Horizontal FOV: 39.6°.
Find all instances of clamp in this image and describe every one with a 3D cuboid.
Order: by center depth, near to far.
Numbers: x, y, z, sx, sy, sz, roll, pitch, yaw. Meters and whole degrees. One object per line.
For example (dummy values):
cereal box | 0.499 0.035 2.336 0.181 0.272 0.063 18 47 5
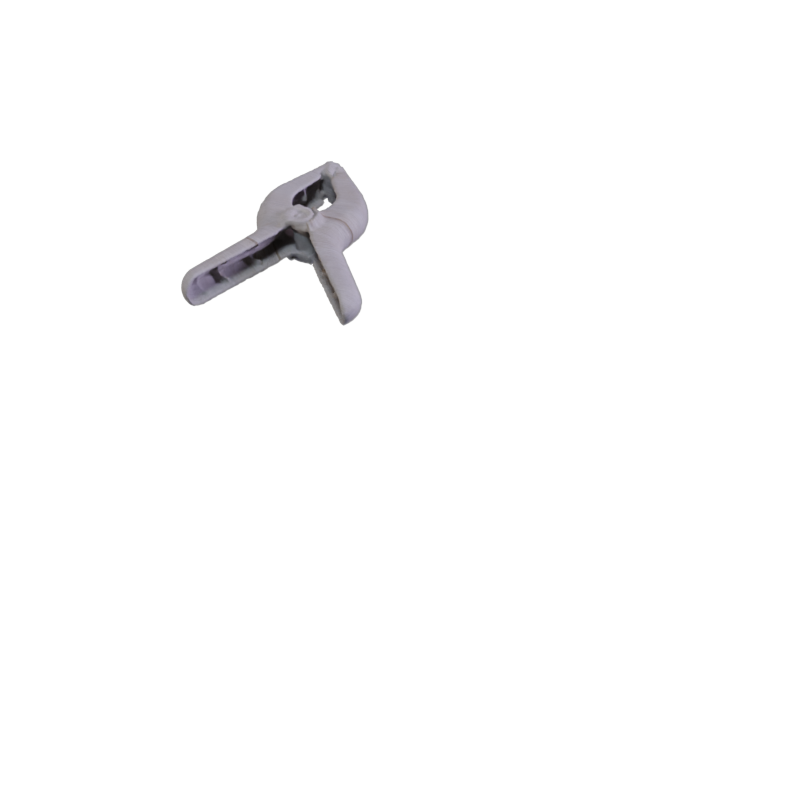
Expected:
clamp | -0.060 -0.109 0.762 0.124 0.036 0.178 16 45 17
